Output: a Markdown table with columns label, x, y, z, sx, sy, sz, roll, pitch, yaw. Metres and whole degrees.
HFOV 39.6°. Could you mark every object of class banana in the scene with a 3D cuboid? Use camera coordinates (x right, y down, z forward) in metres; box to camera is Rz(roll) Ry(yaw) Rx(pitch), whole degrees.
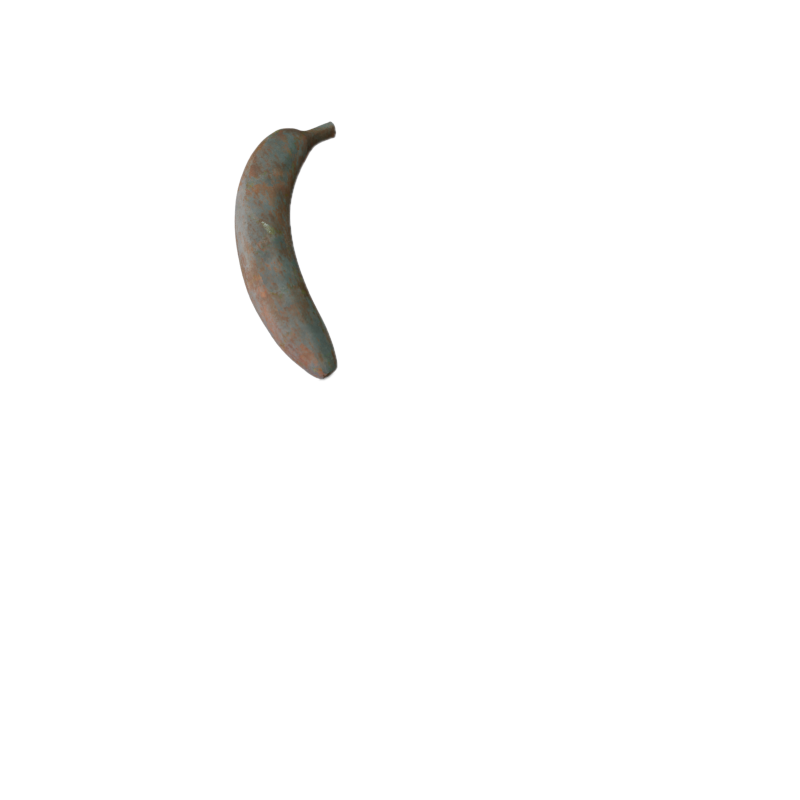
| label | x | y | z | sx | sy | sz | roll | pitch | yaw |
| --- | --- | --- | --- | --- | --- | --- | --- | --- | --- |
| banana | -0.076 | -0.109 | 0.741 | 0.069 | 0.209 | 0.035 | -1 | -26 | -1 |
